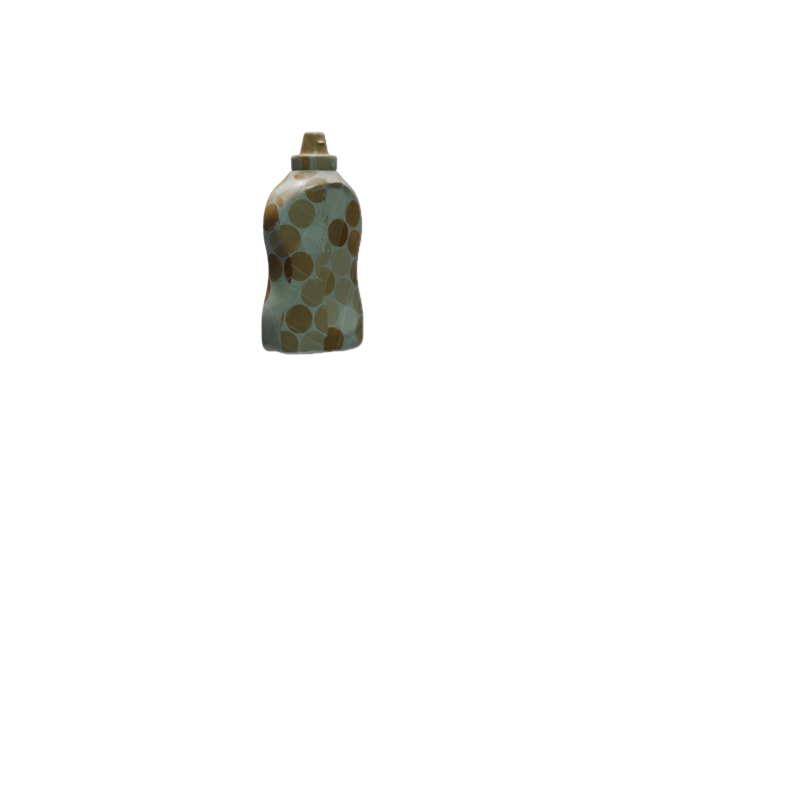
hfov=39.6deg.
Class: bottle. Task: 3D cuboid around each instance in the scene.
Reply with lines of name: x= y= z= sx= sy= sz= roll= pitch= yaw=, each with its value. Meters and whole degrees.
bottle: x=-0.076 y=-0.139 z=0.974 sx=0.093 sy=0.191 sz=0.061 roll=-2 pitch=3 yaw=-39
